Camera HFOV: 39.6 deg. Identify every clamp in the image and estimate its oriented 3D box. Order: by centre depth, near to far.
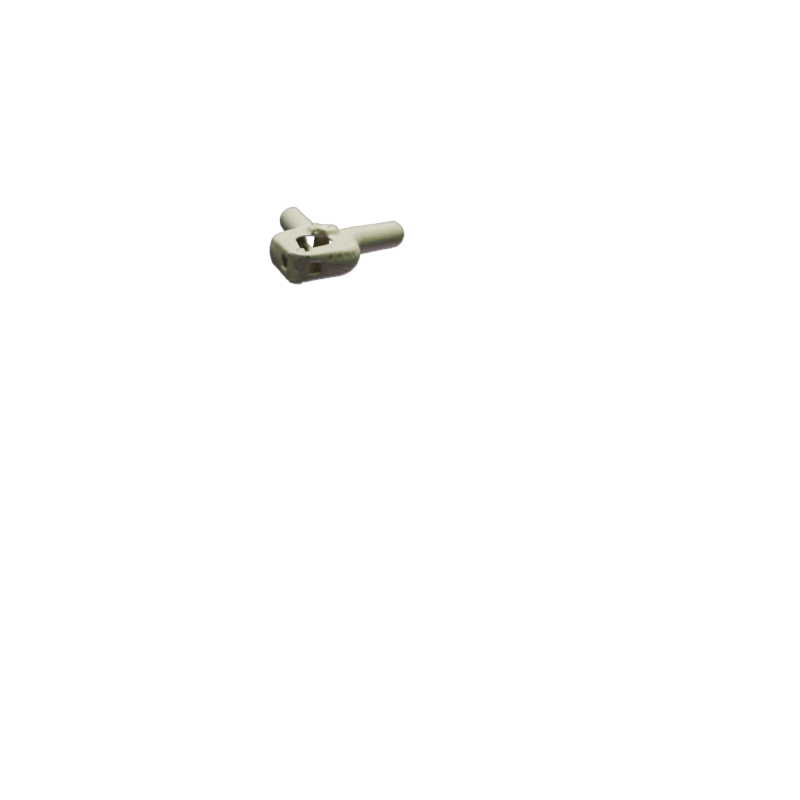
[{"bbox_3d":[-0.078,-0.143,1.000,0.124,0.038,0.172,7,20,20],"label":"clamp"}]
